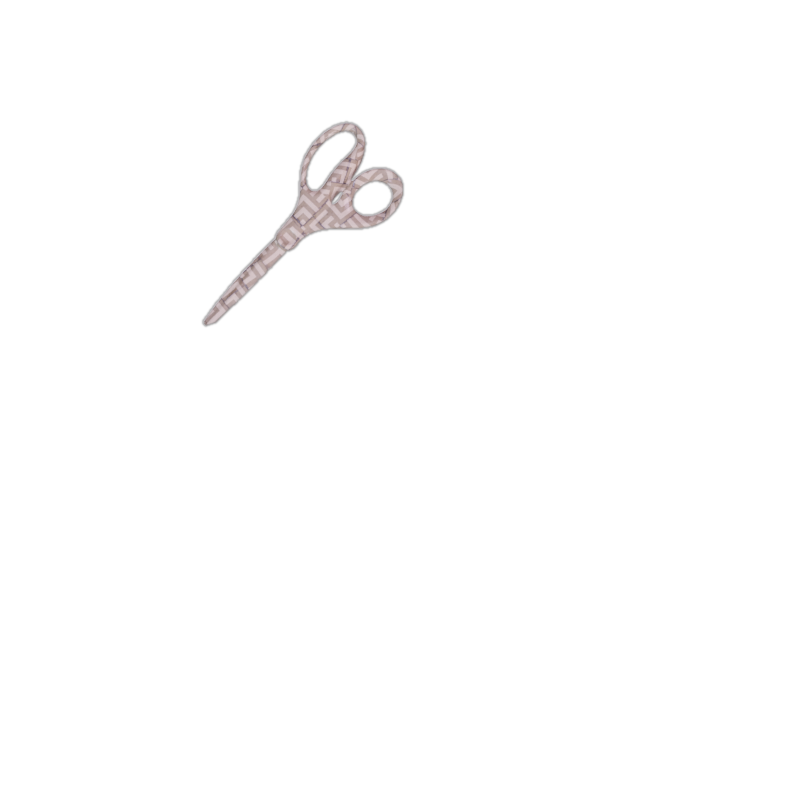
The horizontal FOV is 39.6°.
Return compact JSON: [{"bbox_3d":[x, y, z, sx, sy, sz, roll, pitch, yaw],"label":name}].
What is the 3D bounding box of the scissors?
[{"bbox_3d":[-0.071,-0.129,0.901,0.097,0.203,0.015,27,-6,3],"label":"scissors"}]
